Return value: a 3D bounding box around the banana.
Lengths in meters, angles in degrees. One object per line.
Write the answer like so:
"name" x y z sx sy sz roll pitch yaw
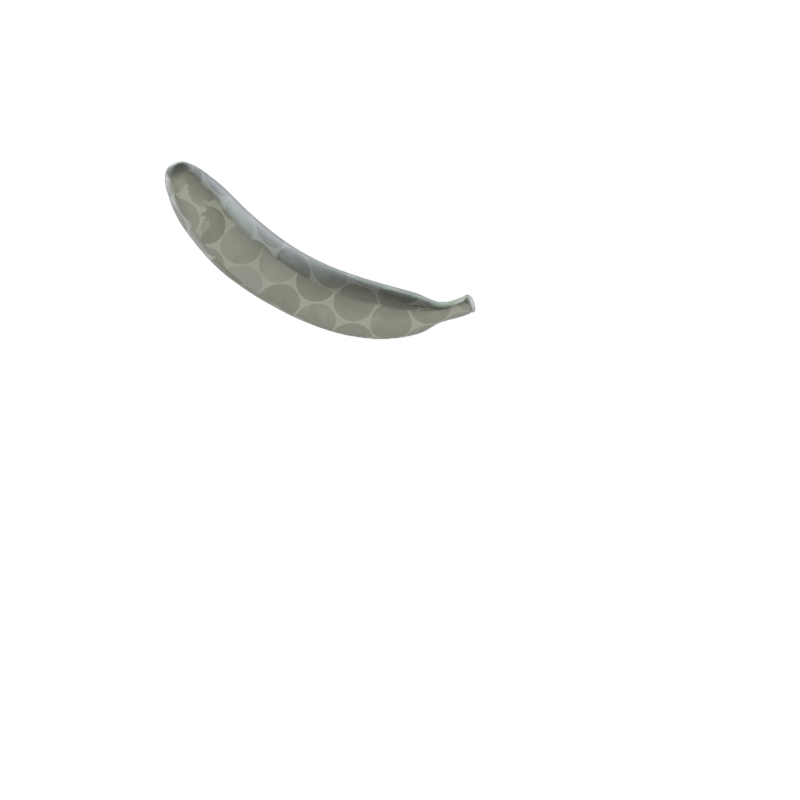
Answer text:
"banana" -0.056 -0.078 0.649 0.191 0.067 0.039 22 37 -18
